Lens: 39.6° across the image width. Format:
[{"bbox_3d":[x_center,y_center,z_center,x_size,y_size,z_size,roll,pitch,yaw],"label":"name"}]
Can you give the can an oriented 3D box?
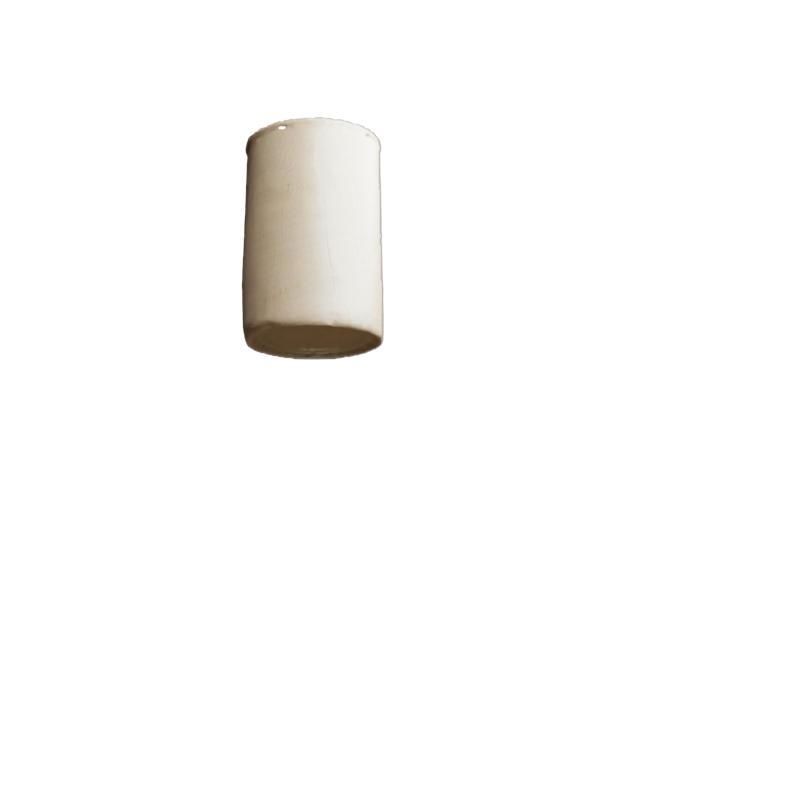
[{"bbox_3d":[-0.042,-0.077,0.539,0.068,0.107,0.066,0,-17,-2],"label":"can"}]
